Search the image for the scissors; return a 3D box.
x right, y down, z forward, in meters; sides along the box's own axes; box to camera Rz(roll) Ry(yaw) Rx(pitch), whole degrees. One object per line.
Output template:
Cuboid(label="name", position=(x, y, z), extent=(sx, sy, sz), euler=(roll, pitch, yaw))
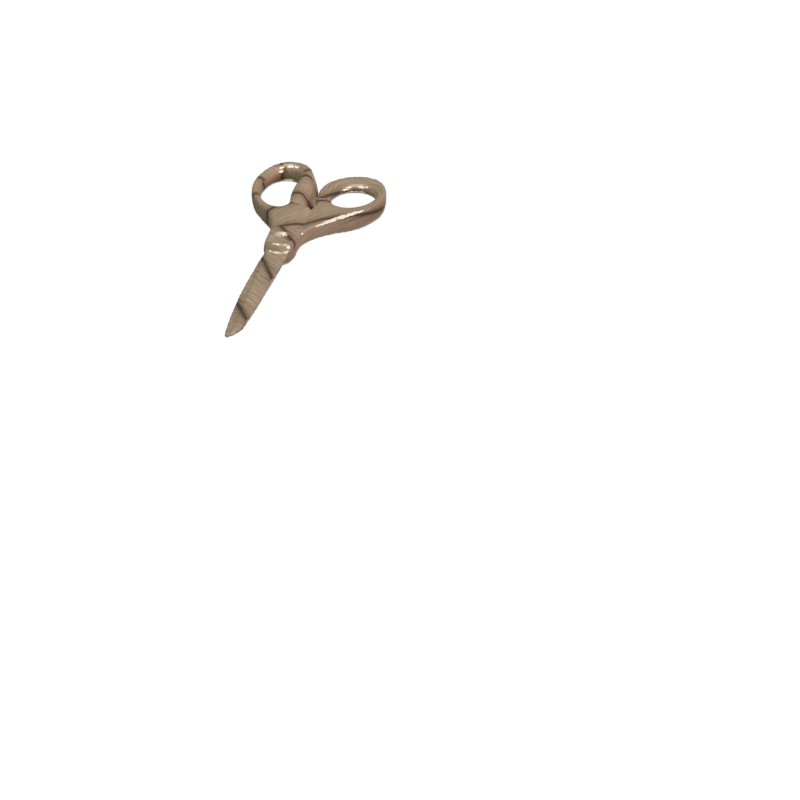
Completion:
Cuboid(label="scissors", position=(-0.052, -0.095, 0.664), extent=(0.096, 0.015, 0.216), euler=(-2, 35, -3))
